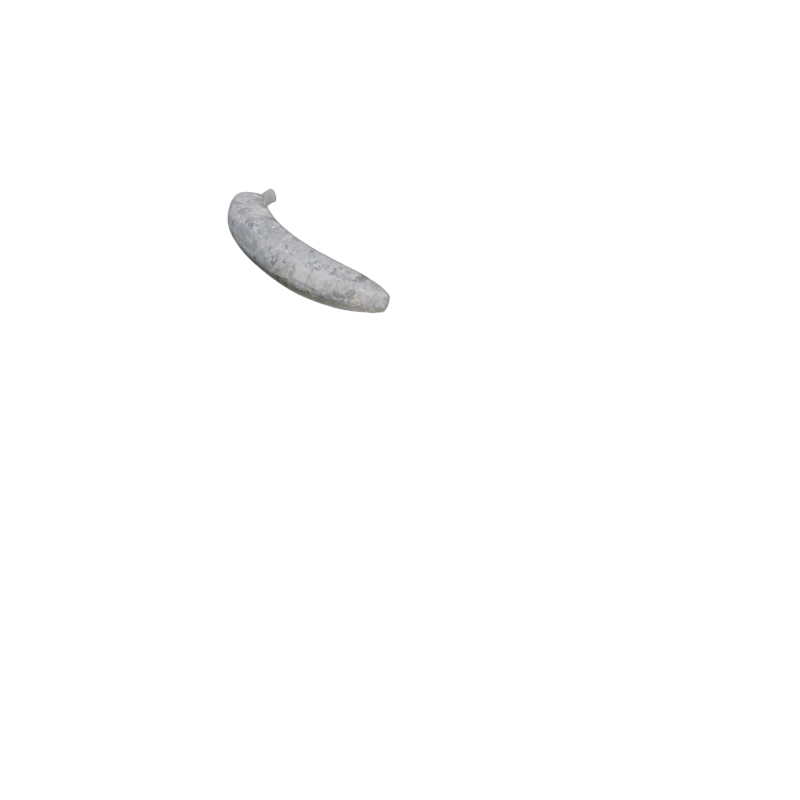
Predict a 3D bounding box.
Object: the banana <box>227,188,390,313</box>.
[{"bbox_3d":[-0.086,-0.121,0.868,0.069,0.034,0.214,-19,42,-24],"label":"banana"}]
